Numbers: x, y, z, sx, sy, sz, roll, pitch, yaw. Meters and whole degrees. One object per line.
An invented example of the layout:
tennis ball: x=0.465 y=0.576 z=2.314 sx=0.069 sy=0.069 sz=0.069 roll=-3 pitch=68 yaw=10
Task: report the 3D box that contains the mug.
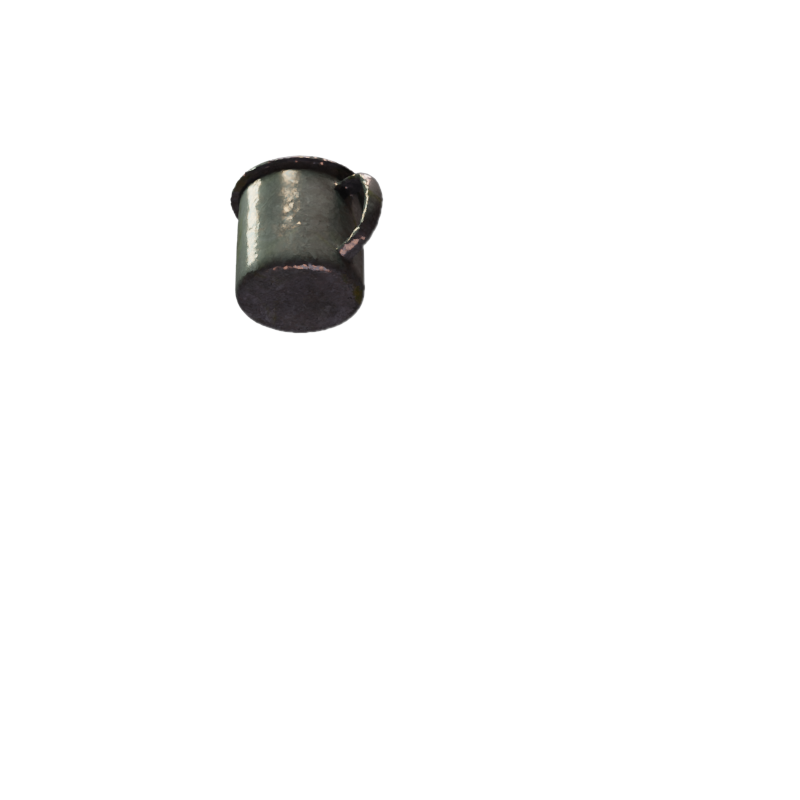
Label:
mug: x=-0.055 y=-0.101 z=0.706 sx=0.117 sy=0.087 sz=0.087 roll=-27 pitch=-41 yaw=34
